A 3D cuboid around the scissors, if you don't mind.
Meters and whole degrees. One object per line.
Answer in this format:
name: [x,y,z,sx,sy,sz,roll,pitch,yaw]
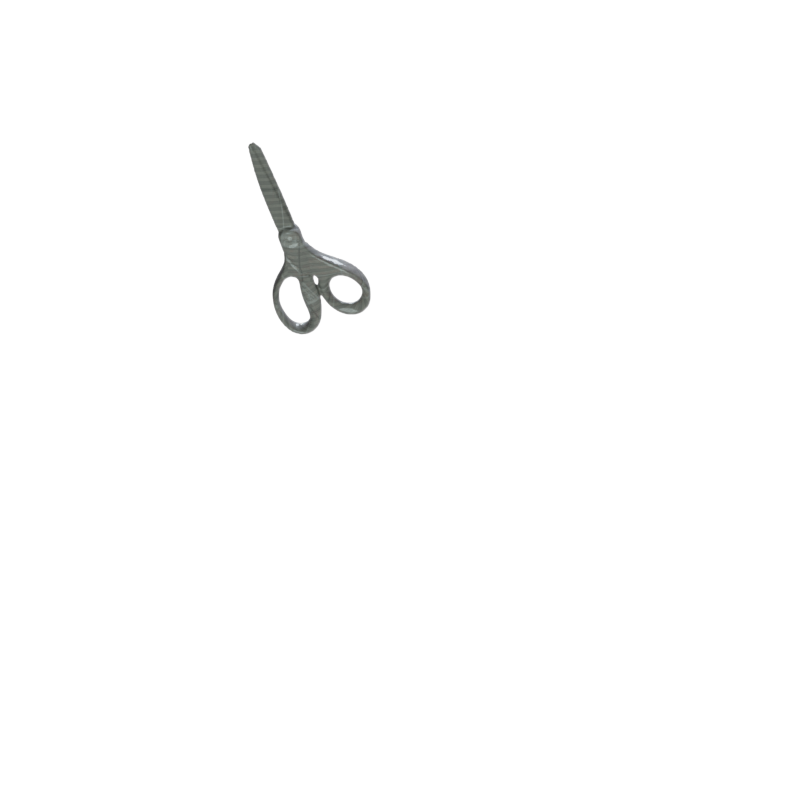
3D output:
scissors: [-0.074,-0.135,0.946,0.096,0.188,0.017,0,41,0]
